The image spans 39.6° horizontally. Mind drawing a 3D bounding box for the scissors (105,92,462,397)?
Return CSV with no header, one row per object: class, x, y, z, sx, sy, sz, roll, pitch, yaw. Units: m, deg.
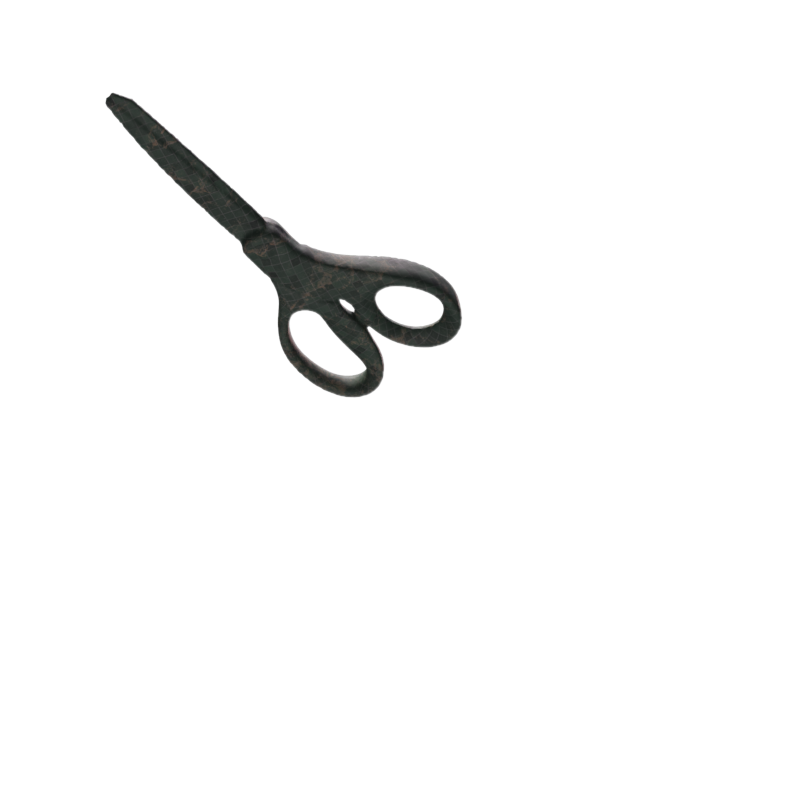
scissors,-0.038,-0.069,0.482,0.097,0.017,0.186,-14,-45,15
